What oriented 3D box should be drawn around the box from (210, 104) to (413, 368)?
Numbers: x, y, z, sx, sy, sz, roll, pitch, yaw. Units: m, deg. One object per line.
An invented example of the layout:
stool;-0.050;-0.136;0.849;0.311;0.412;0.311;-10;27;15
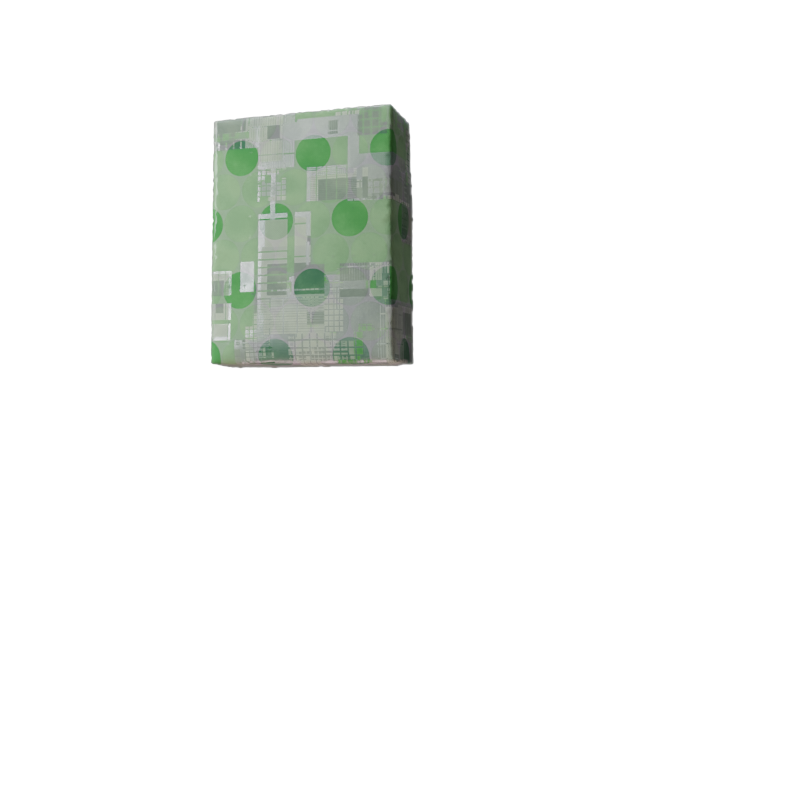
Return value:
box;-0.075;-0.136;0.953;0.168;0.218;0.069;-2;-8;18
